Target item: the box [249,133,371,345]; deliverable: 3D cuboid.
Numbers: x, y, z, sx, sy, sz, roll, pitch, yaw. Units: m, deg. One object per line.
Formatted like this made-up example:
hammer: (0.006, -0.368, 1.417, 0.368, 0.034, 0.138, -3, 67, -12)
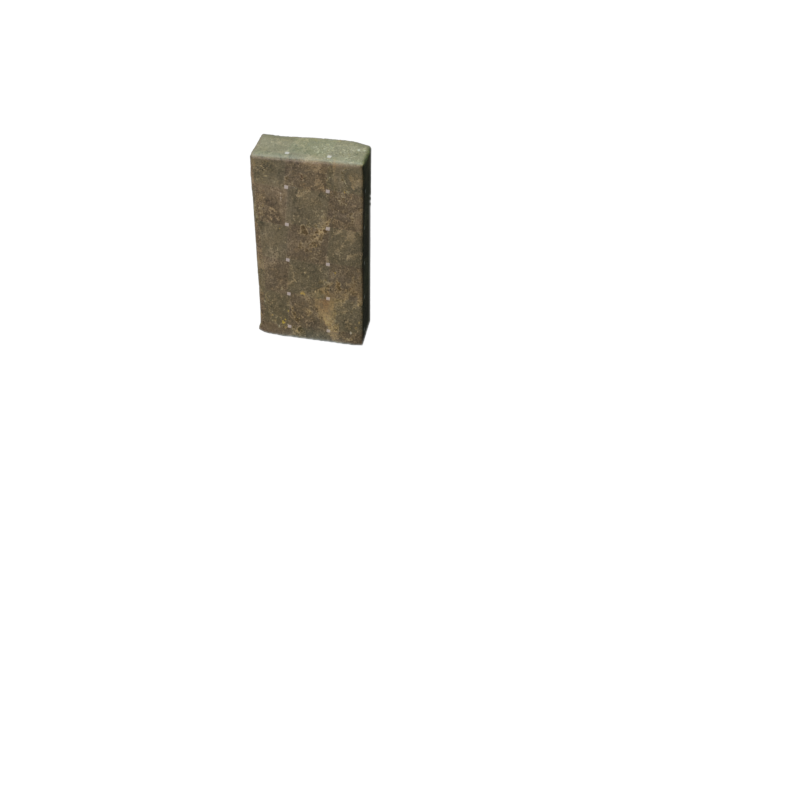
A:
box: (-0.071, -0.131, 0.915, 0.095, 0.165, 0.050, 8, 34, 9)
